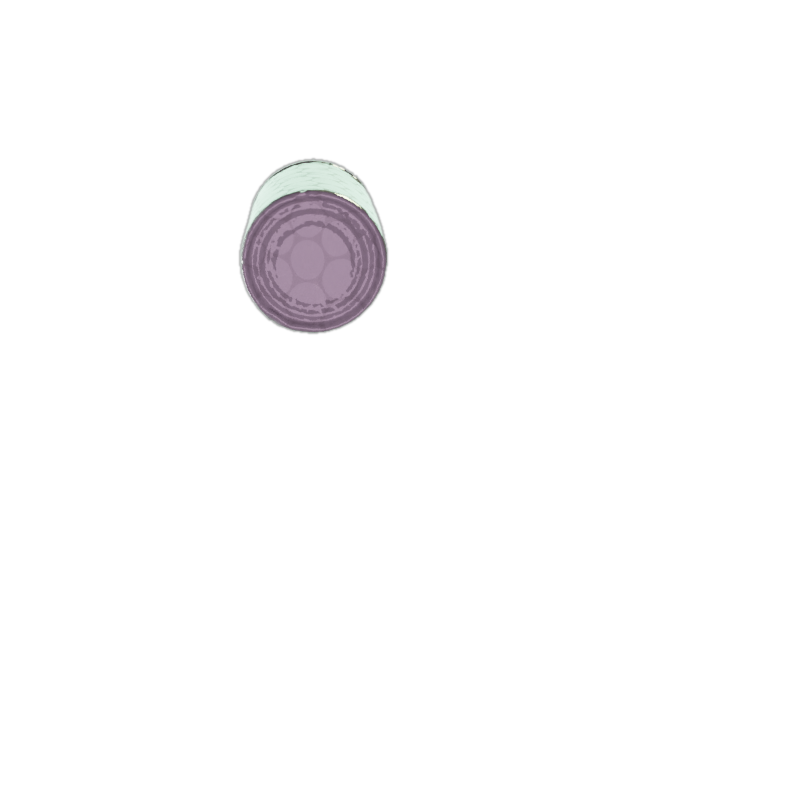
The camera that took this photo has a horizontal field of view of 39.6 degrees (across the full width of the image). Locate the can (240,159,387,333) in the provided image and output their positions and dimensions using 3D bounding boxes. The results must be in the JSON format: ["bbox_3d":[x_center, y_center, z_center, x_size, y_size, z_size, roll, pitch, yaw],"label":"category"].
[{"bbox_3d":[-0.043,-0.078,0.544,0.068,0.066,0.106,0,17,-3],"label":"can"}]
